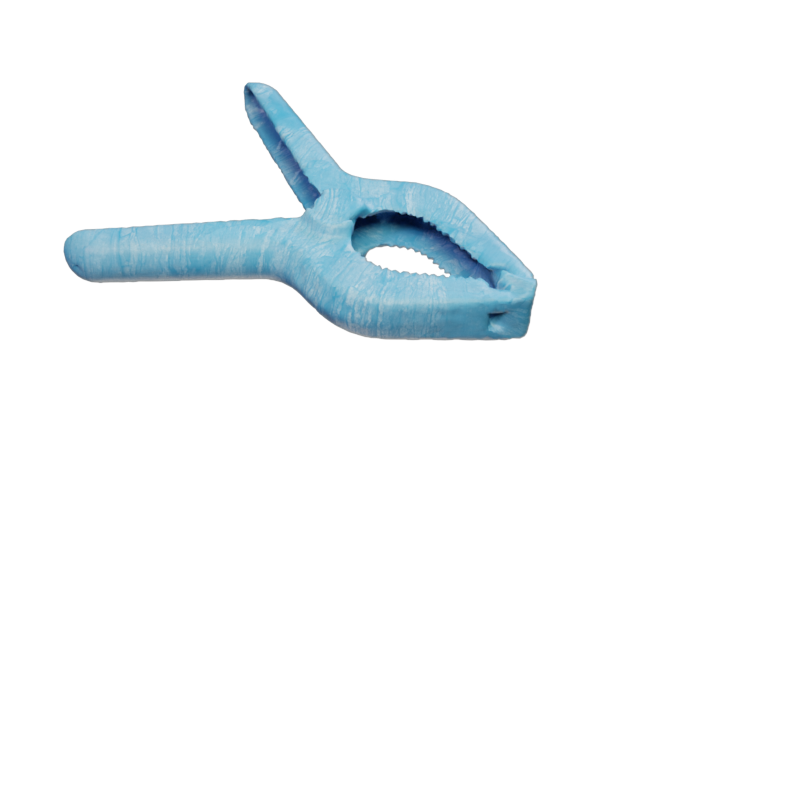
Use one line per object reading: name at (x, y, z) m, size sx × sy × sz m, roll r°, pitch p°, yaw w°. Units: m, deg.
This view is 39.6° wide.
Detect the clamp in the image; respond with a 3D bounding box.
clamp at (-0.041, -0.075, 0.524) m, size 0.221 × 0.034 × 0.168 m, roll 28°, pitch 53°, yaw 24°
